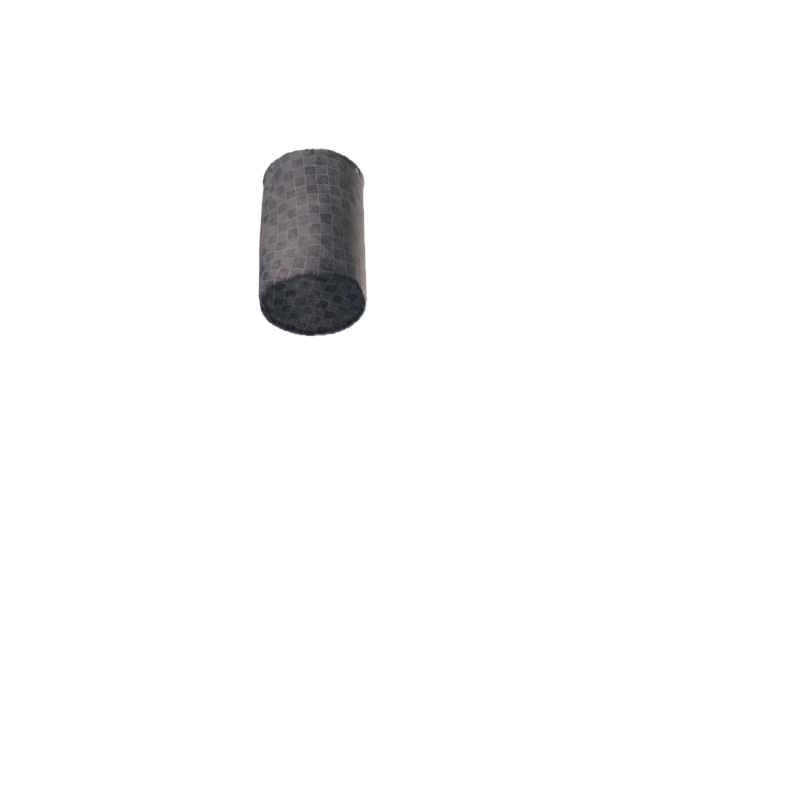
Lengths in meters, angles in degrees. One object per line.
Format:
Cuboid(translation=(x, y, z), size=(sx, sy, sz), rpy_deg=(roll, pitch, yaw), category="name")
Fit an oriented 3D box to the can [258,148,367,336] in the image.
Cuboid(translation=(-0.055, -0.101, 0.707), size=(0.068, 0.109, 0.064), rpy_deg=(-1, -36, -2), category="can")
